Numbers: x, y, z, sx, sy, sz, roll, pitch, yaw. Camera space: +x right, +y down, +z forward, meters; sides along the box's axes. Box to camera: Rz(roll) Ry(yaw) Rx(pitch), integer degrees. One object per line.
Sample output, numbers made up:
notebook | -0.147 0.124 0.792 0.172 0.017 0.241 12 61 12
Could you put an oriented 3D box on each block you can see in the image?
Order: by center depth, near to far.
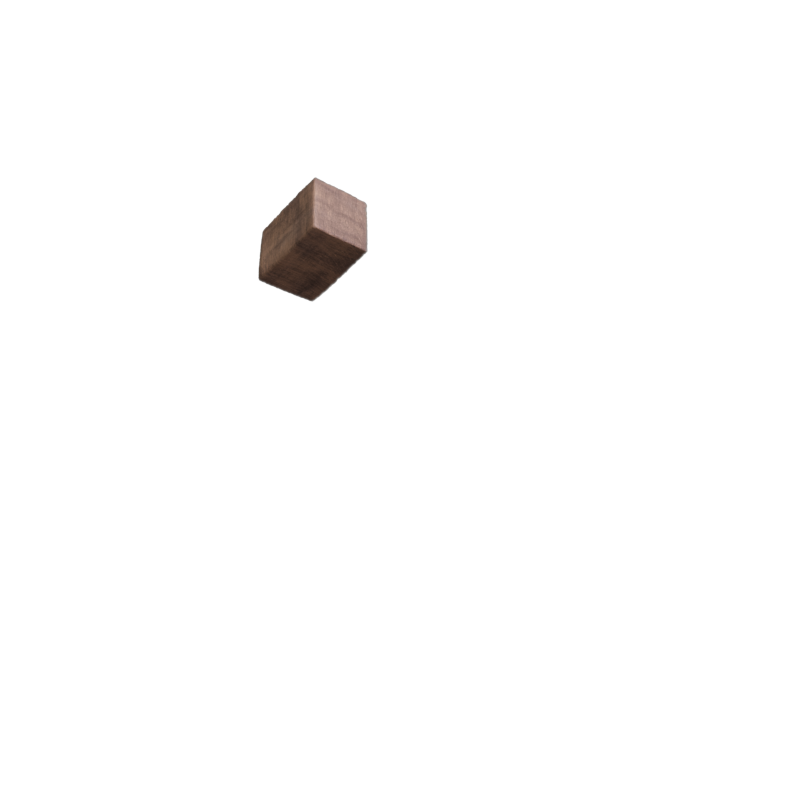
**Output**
block | -0.068 -0.124 0.866 0.050 0.055 0.077 25 -45 -30
